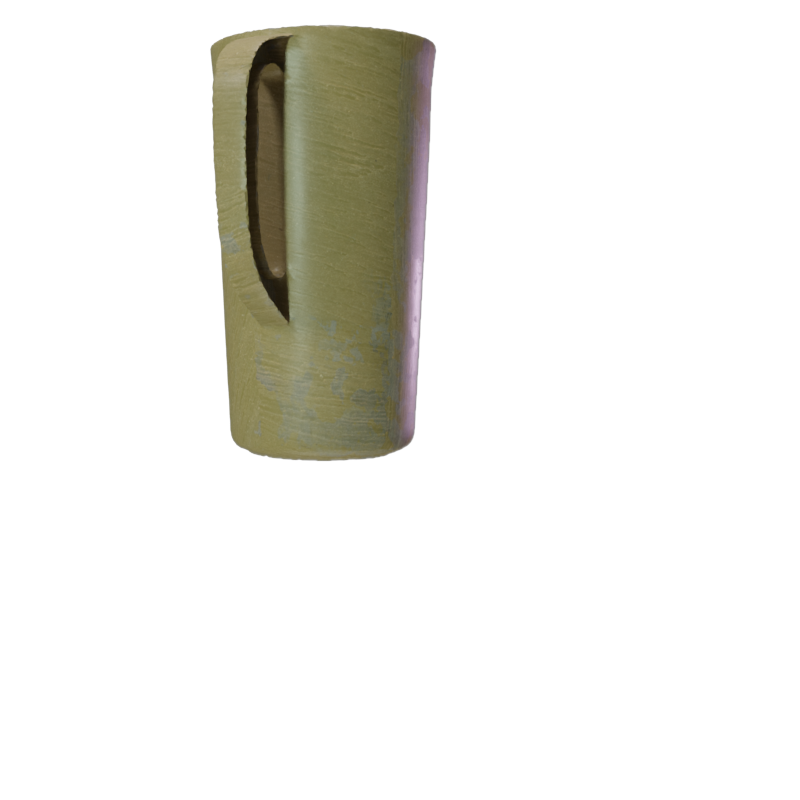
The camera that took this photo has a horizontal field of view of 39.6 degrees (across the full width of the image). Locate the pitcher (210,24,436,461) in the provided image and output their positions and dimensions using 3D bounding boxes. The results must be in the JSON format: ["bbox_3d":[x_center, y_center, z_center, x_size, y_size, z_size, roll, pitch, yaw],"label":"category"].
[{"bbox_3d":[-0.050,-0.092,0.644,0.145,0.244,0.148,0,0,-21],"label":"pitcher"}]
